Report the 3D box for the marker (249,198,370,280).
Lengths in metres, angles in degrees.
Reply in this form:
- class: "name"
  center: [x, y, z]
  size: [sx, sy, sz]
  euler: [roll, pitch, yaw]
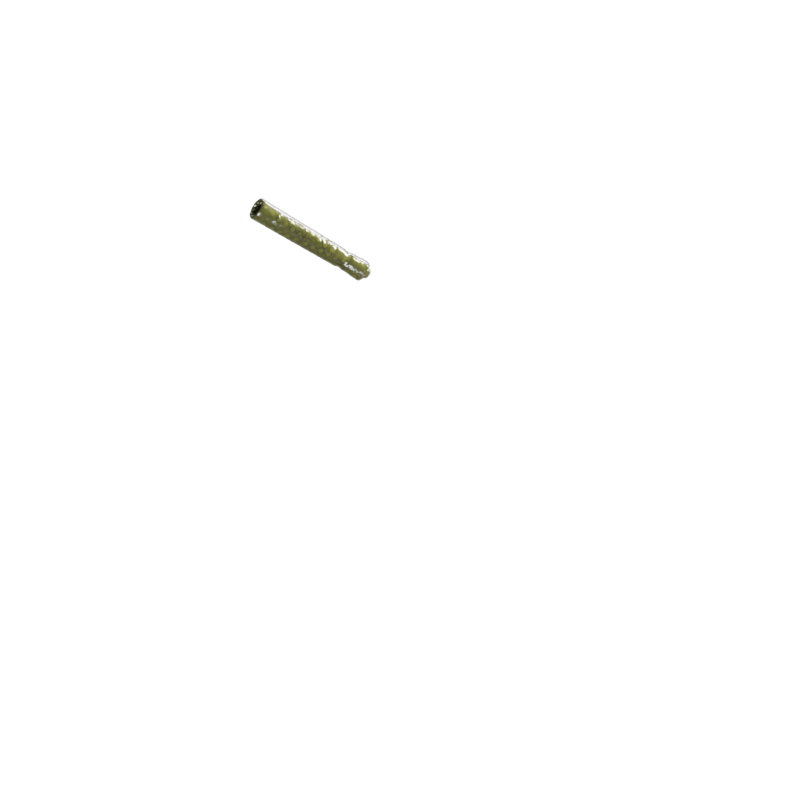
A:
- class: "marker"
  center: [-0.073, -0.134, 0.936]
  size: [0.114, 0.020, 0.020]
  euler: [28, -11, -27]
